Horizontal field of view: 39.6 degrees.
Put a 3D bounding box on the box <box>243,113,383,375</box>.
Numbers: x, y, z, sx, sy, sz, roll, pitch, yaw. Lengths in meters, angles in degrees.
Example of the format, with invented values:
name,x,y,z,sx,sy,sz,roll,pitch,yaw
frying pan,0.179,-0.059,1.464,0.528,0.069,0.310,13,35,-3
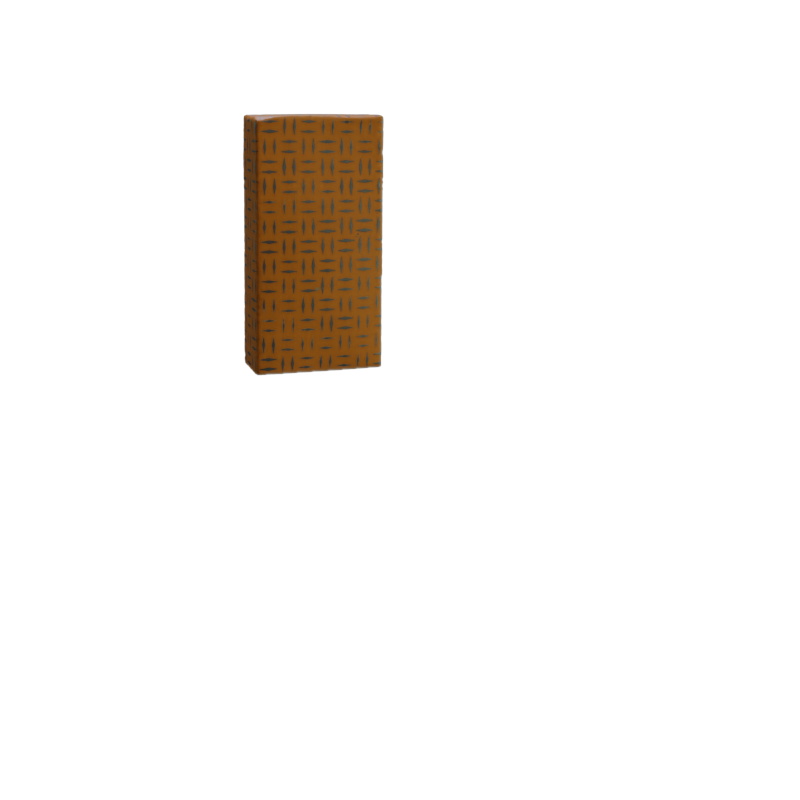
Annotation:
name,x,y,z,sx,sy,sz,roll,pitch,yaw
box,-0.060,-0.110,0.769,0.091,0.172,0.050,-3,11,-17
